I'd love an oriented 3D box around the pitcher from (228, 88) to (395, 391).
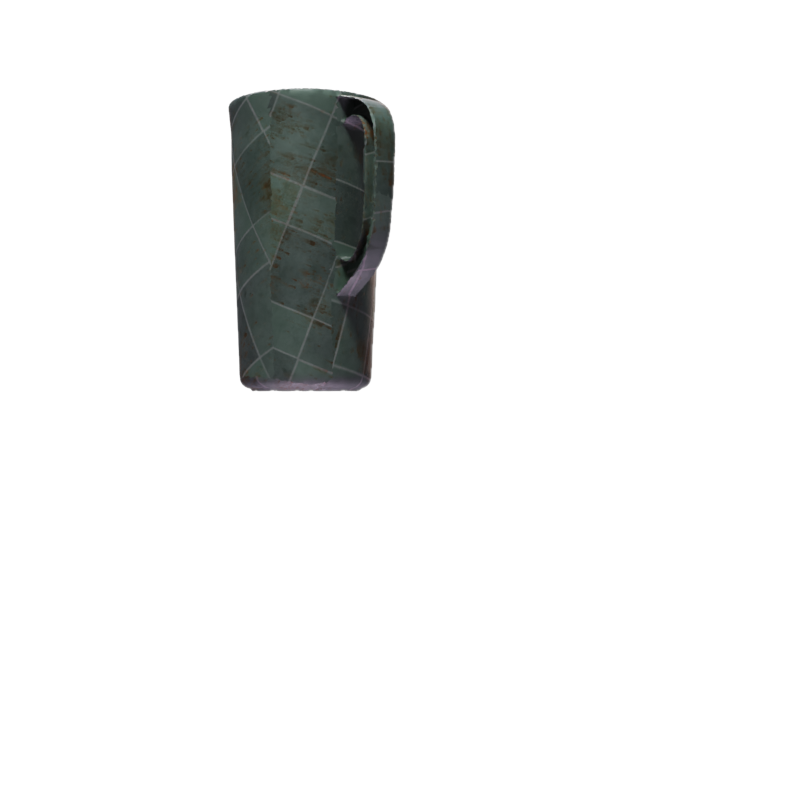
[{"bbox_3d":[-0.071,-0.130,0.910,0.146,0.247,0.146,-1,-5,6],"label":"pitcher"}]
